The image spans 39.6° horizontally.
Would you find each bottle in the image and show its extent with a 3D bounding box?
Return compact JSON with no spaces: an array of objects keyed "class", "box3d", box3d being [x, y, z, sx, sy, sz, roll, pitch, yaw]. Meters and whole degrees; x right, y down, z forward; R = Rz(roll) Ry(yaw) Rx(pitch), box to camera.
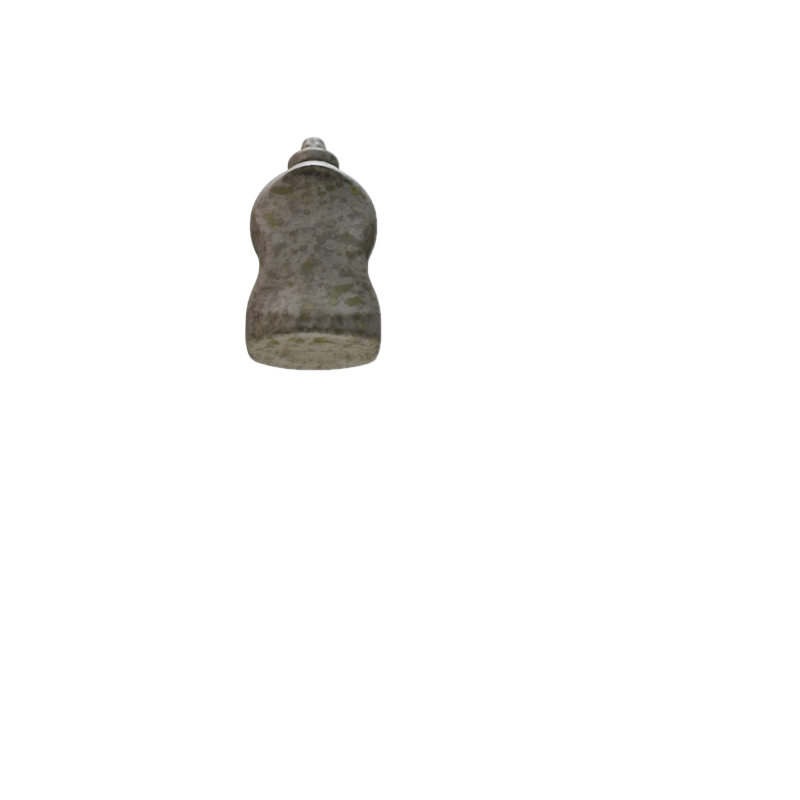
[{"class":"bottle","box3d":[-0.065,-0.118,0.830,0.096,0.205,0.055,-2,-32,-1]}]
